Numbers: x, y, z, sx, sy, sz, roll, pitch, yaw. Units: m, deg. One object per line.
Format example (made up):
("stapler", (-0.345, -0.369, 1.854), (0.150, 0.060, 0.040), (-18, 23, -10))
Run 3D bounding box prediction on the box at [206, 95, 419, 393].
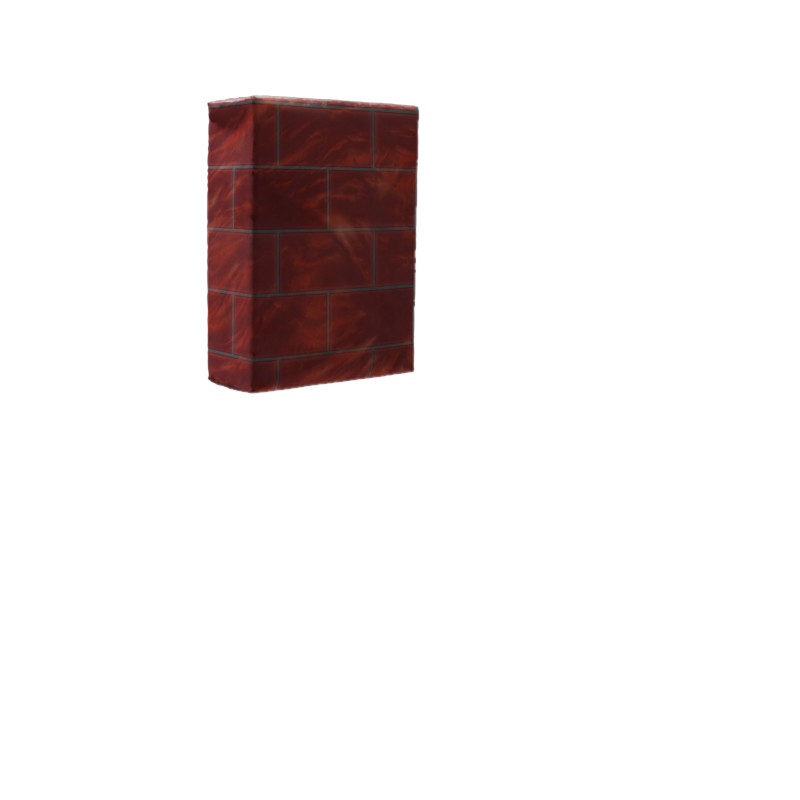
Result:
("box", (-0.067, -0.122, 0.853), (0.159, 0.212, 0.075), (-5, 6, -41))
